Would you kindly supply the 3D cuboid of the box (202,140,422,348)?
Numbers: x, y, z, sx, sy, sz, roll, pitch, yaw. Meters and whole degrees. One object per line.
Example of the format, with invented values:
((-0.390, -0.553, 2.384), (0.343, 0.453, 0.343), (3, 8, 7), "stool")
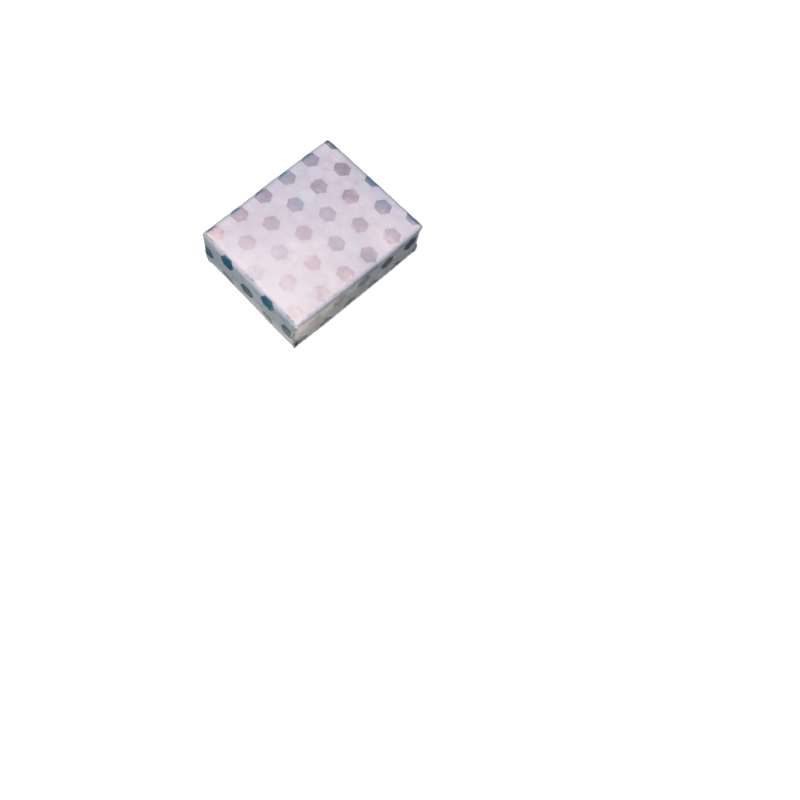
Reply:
((-0.056, -0.102, 0.717), (0.114, 0.094, 0.037), (-41, -19, -18), "box")
